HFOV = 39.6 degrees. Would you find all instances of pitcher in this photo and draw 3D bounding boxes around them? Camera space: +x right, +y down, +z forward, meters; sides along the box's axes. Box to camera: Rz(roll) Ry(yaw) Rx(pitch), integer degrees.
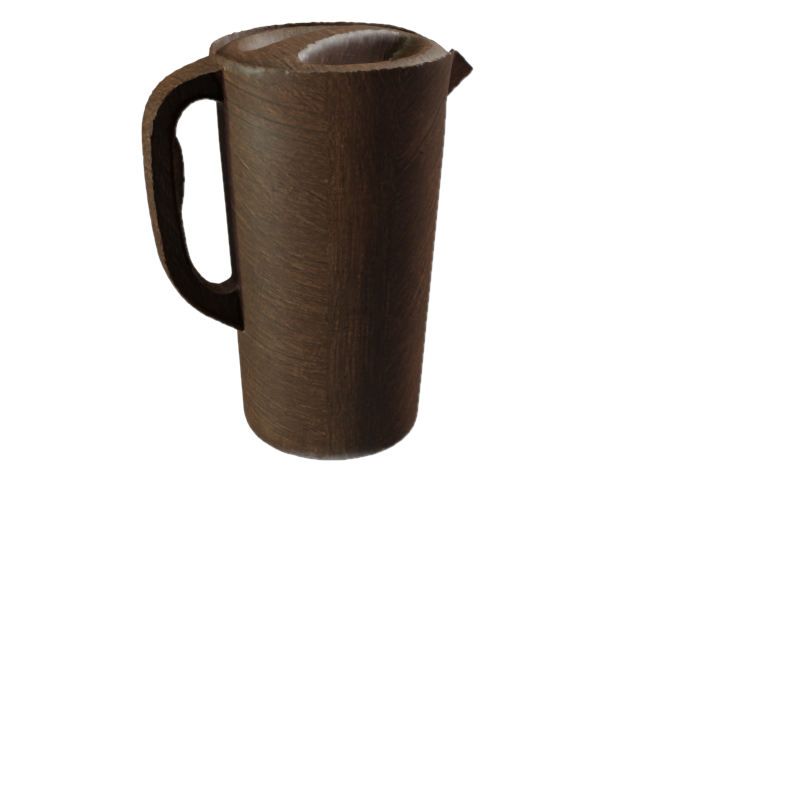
[{"bbox_3d":[-0.050,-0.092,0.641,0.154,0.231,0.147,11,26,20],"label":"pitcher"}]
